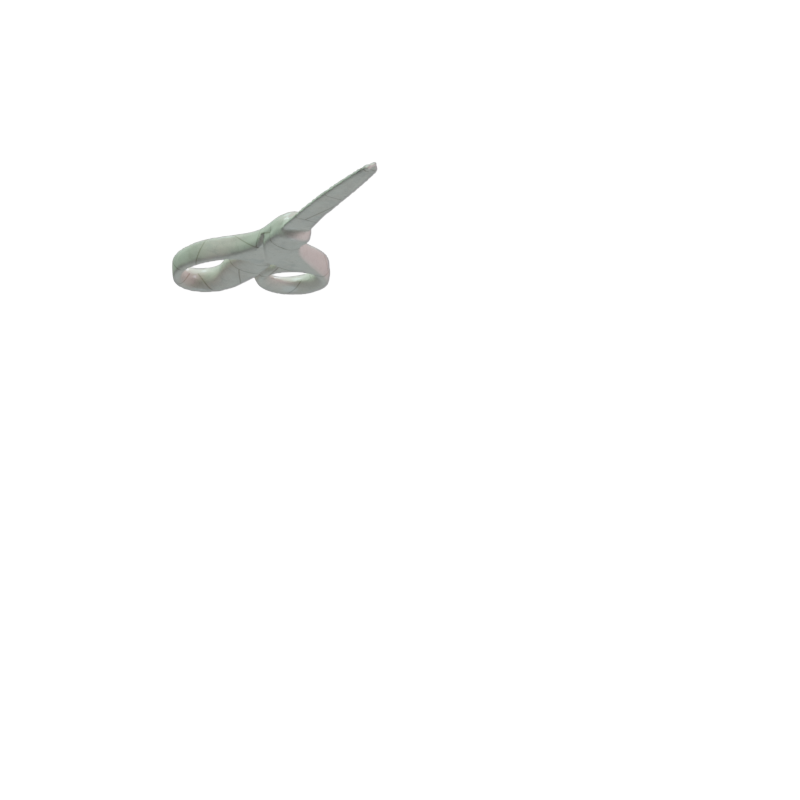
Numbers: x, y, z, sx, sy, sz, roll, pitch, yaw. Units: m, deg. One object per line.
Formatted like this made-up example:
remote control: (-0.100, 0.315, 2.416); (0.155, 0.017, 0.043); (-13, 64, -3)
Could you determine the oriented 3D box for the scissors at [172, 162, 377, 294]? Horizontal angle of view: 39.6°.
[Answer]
scissors: (-0.045, -0.081, 0.570); (0.091, 0.016, 0.205); (8, -13, -40)
